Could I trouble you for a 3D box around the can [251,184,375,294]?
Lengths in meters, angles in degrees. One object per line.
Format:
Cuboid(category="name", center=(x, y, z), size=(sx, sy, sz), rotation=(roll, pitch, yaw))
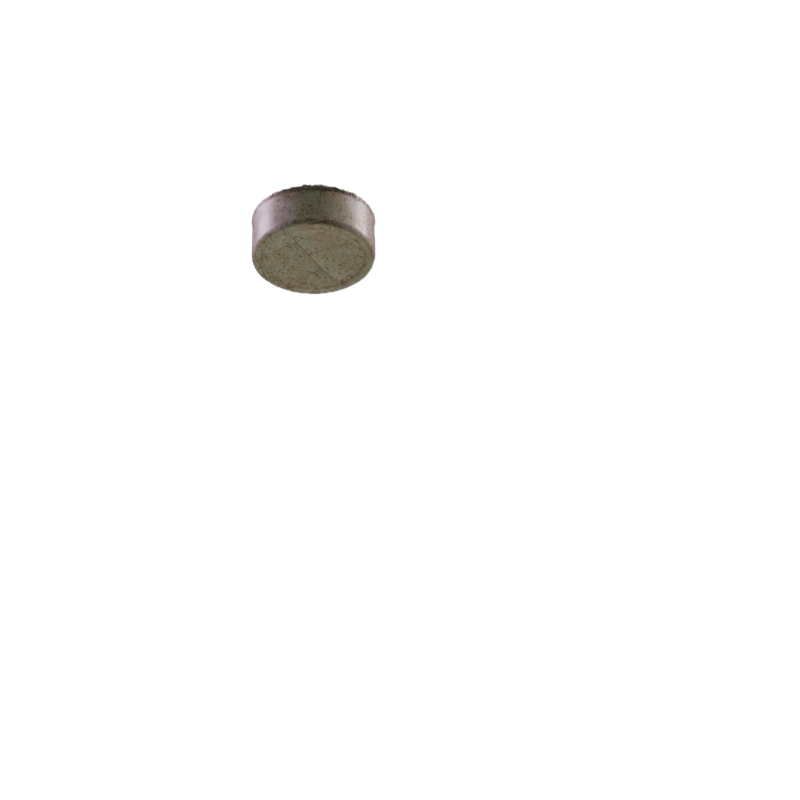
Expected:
Cuboid(category="can", center=(-0.060, -0.109, 0.761), size=(0.086, 0.036, 0.081), rotation=(1, -30, -2))
